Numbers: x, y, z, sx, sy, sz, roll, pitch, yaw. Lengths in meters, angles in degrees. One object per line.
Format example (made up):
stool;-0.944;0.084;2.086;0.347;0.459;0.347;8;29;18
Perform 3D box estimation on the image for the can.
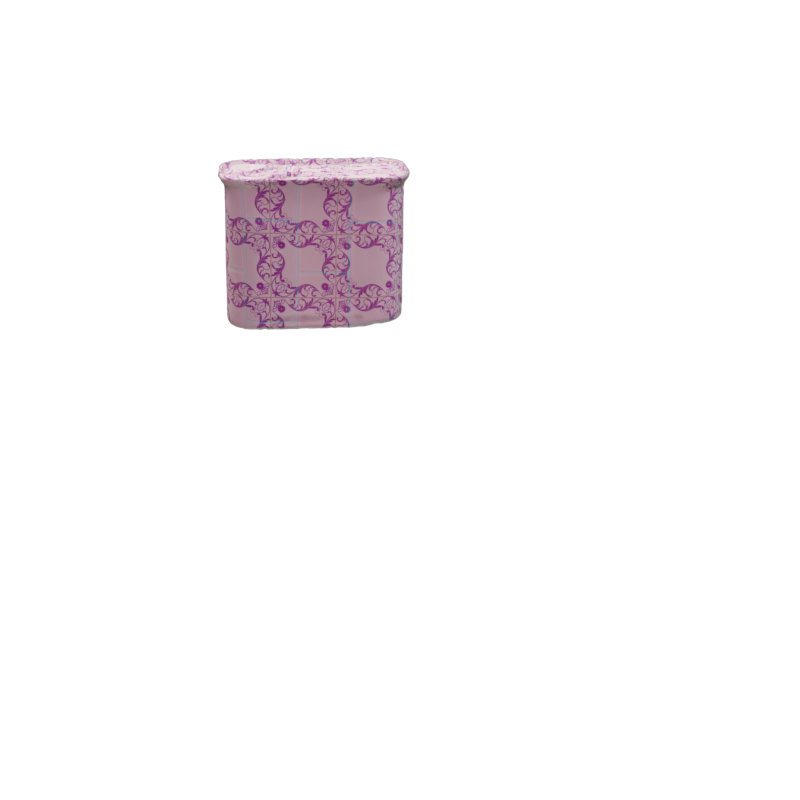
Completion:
can;-0.048;-0.087;0.607;0.101;0.081;0.060;-1;18;-5
